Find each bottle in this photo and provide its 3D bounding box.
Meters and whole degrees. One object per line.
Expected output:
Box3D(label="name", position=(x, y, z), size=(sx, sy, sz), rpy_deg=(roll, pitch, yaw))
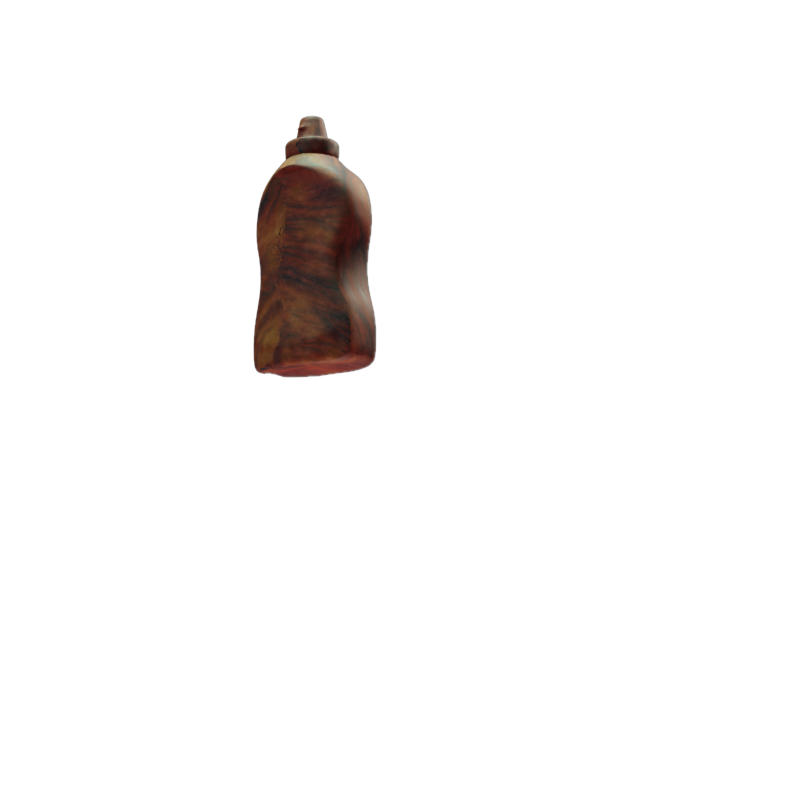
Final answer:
Box3D(label="bottle", position=(-0.064, -0.117, 0.816), size=(0.098, 0.198, 0.055), rpy_deg=(-12, -18, 40))
